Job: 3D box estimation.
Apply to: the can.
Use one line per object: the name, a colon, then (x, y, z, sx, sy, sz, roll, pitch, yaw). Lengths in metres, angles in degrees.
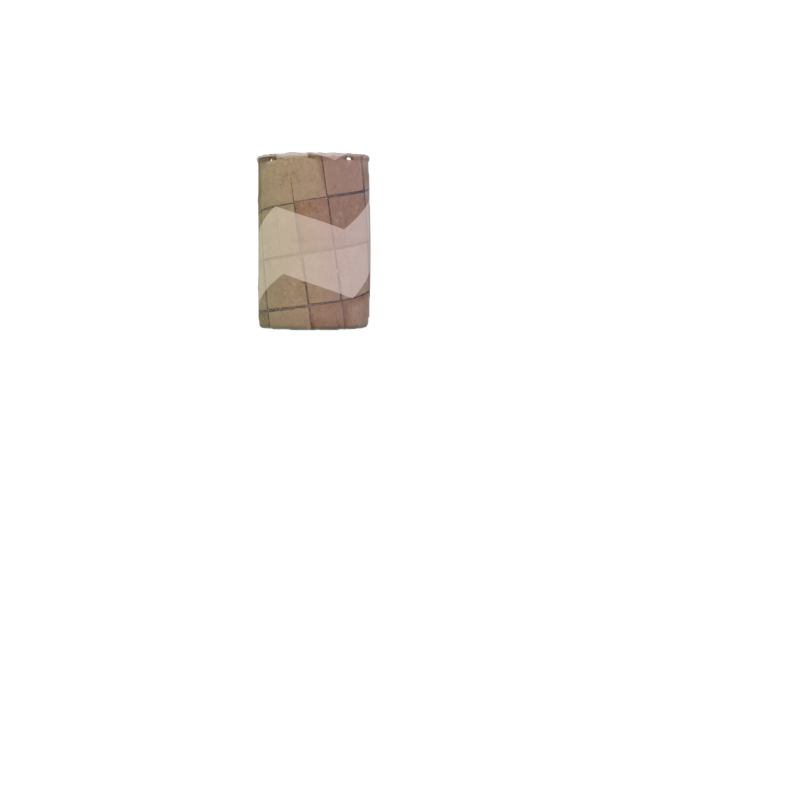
can: (-0.052, -0.095, 0.665, 0.068, 0.102, 0.069, 0, 2, -2)
